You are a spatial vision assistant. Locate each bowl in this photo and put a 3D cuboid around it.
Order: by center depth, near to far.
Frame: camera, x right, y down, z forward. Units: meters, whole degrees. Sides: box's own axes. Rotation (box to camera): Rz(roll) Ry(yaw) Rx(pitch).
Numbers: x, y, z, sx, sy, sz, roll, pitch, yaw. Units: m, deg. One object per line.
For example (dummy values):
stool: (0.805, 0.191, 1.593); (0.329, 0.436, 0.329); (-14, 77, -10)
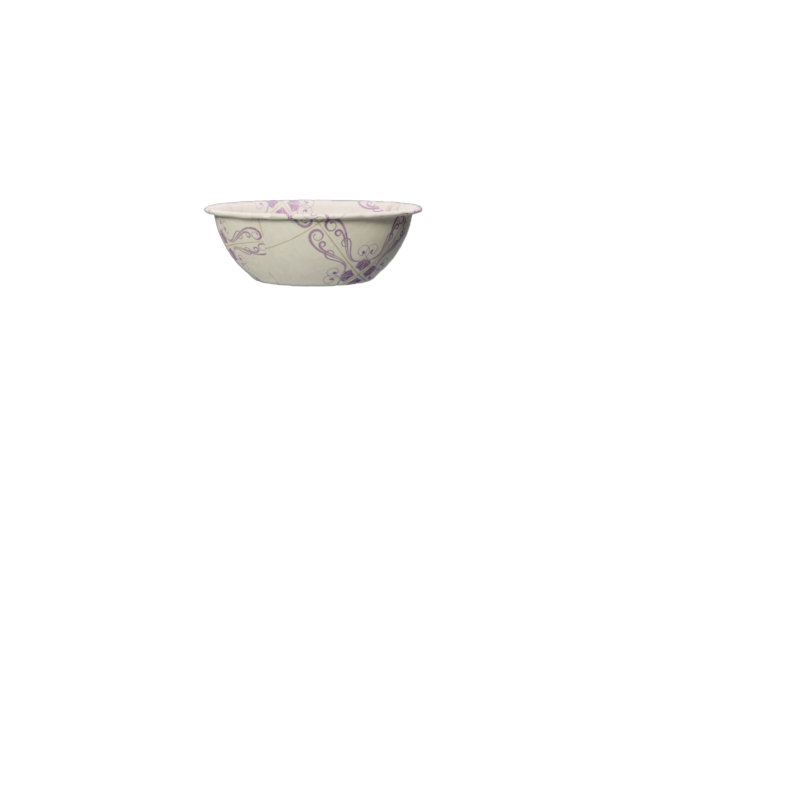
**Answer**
bowl: (-0.065, -0.118, 0.825); (0.162, 0.054, 0.166); (0, 13, -2)
